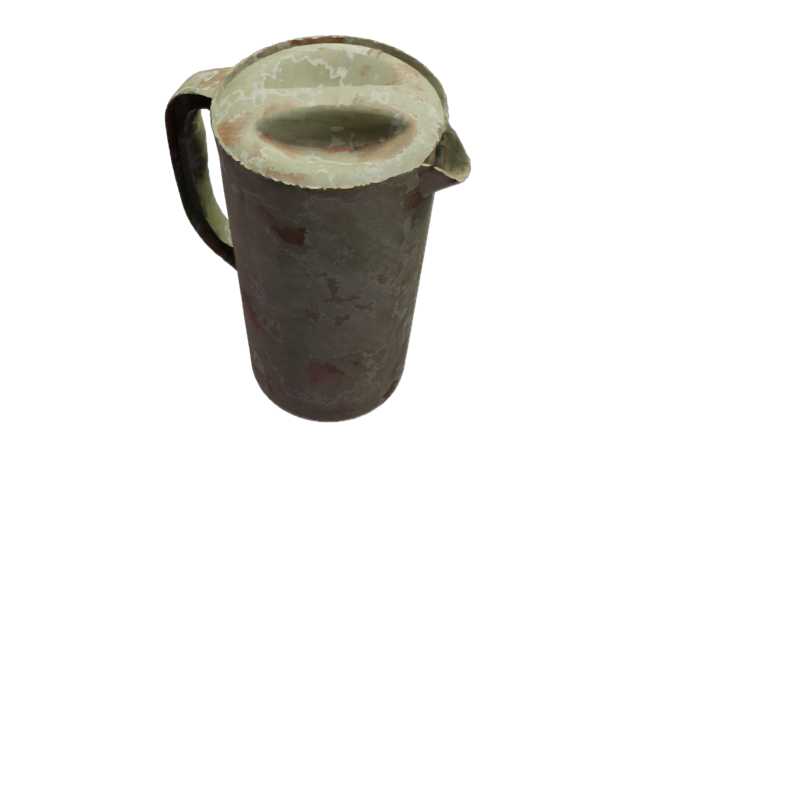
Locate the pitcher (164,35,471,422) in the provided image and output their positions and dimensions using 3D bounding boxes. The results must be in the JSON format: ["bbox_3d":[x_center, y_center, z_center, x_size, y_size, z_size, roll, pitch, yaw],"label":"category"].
[{"bbox_3d":[-0.055,-0.100,0.699,0.143,0.161,0.226,-16,-37,-16],"label":"pitcher"}]
